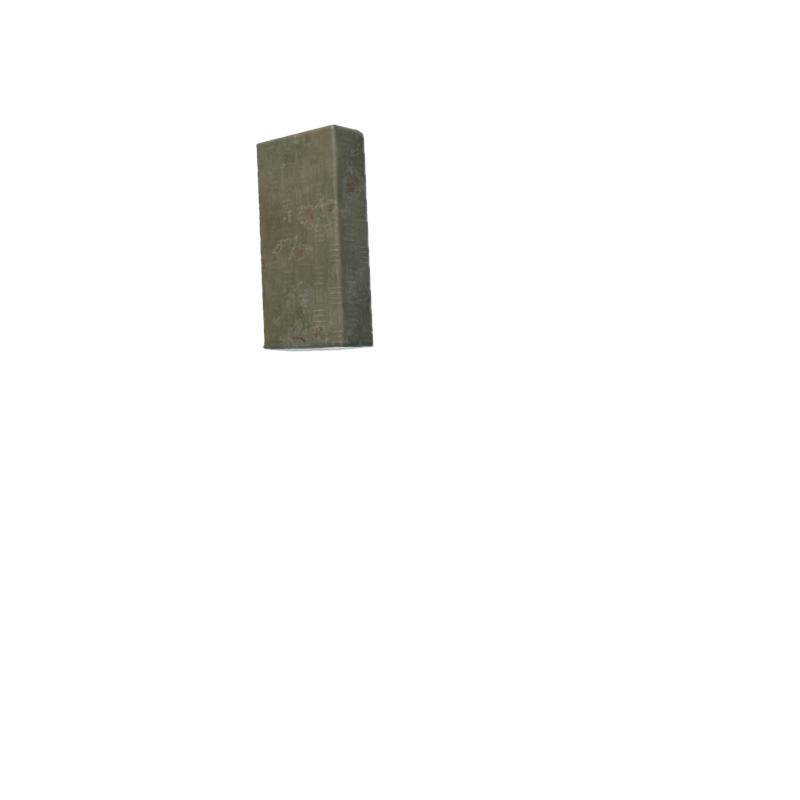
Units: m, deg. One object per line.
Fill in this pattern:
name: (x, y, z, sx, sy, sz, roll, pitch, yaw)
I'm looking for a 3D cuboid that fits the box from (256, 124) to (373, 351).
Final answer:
box: (-0.071, -0.129, 0.906, 0.096, 0.180, 0.046, -6, -9, 42)
